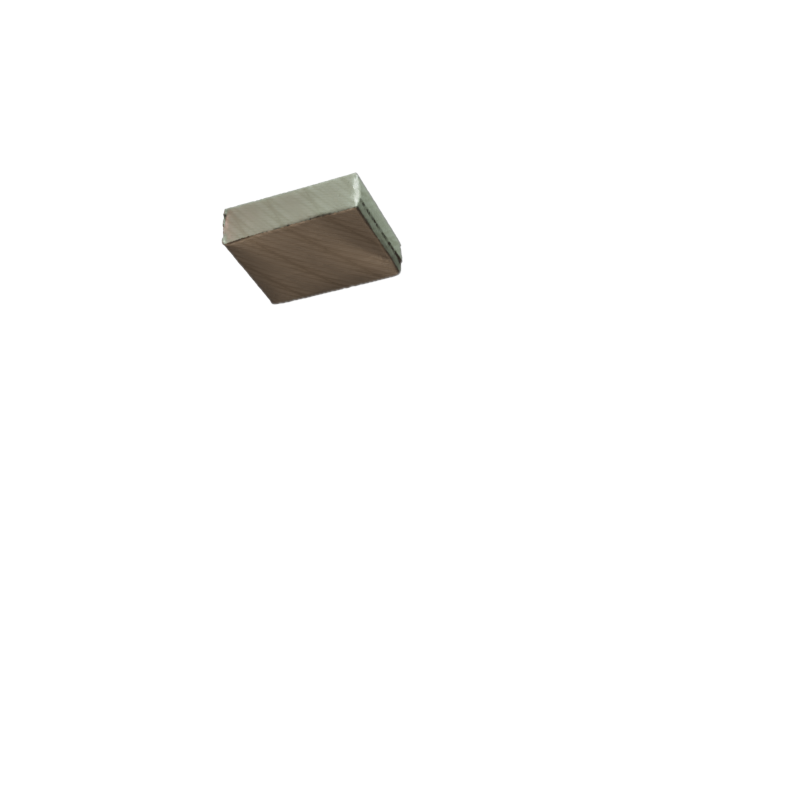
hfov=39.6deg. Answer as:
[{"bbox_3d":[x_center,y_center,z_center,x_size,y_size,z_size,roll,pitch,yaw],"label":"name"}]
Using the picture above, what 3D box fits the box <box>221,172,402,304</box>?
[{"bbox_3d":[-0.066,-0.120,0.843,0.115,0.042,0.083,-13,-37,18],"label":"box"}]
